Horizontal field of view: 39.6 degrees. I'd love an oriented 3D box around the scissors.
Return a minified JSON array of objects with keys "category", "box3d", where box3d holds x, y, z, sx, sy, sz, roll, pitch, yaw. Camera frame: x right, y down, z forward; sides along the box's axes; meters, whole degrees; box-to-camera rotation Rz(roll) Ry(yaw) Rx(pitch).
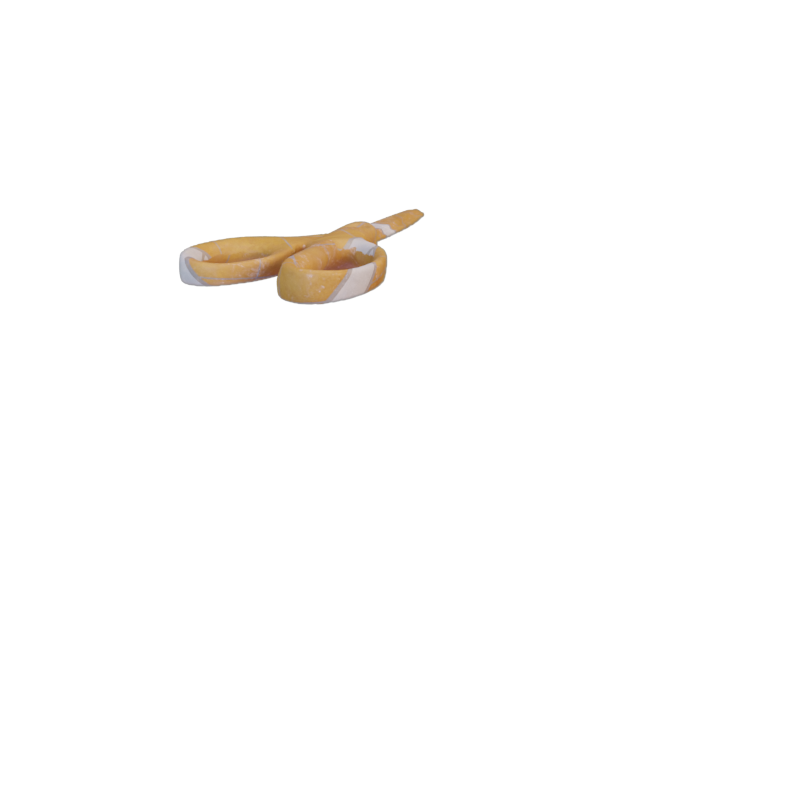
[{"category":"scissors","box3d":[-0.041,-0.074,0.520,0.097,0.015,0.207,1,17,4]}]
